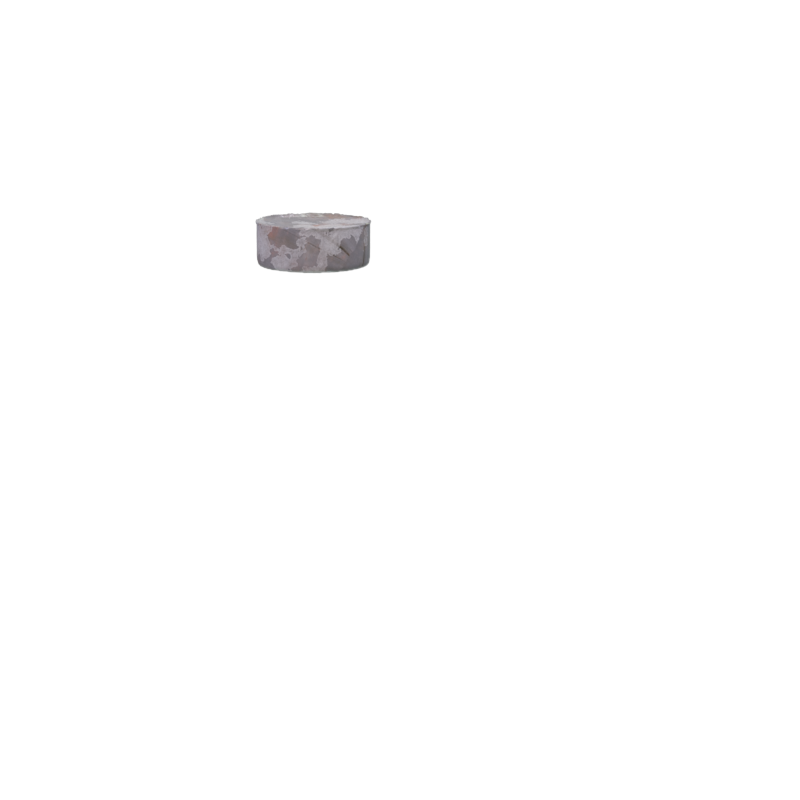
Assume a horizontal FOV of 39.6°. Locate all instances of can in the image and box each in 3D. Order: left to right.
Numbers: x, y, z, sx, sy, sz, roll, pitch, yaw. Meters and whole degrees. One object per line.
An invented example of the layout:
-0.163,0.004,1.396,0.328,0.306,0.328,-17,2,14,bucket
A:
-0.064,-0.118,0.824,0.086,0.033,0.089,0,15,-2,can
